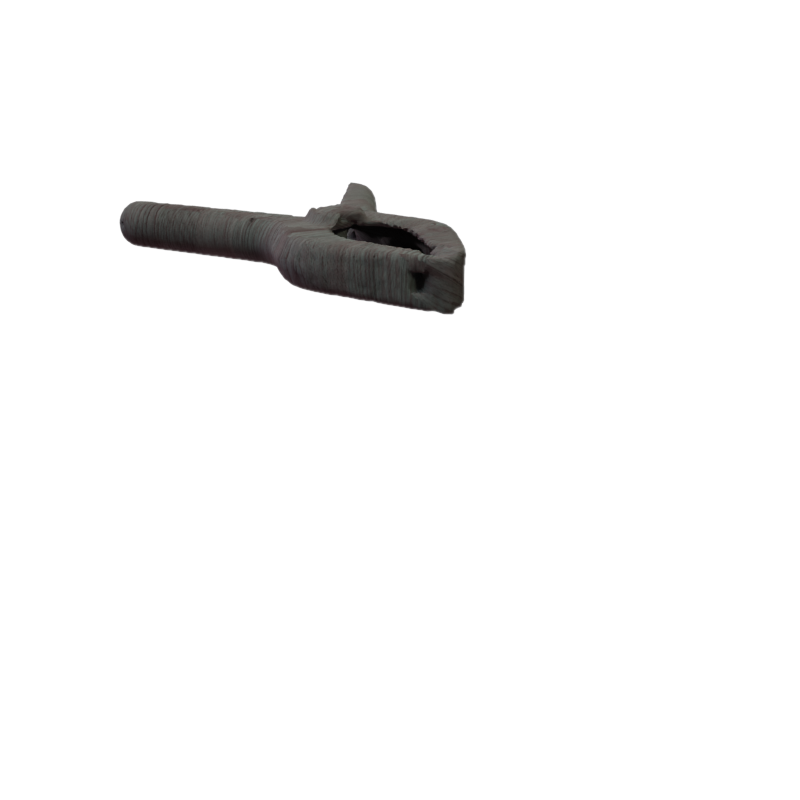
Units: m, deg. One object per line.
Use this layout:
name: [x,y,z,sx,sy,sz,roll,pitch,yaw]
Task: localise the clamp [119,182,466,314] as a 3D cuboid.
clamp: [-0.045,-0.083,0.579,0.161,0.035,0.223,-10,22,-25]
